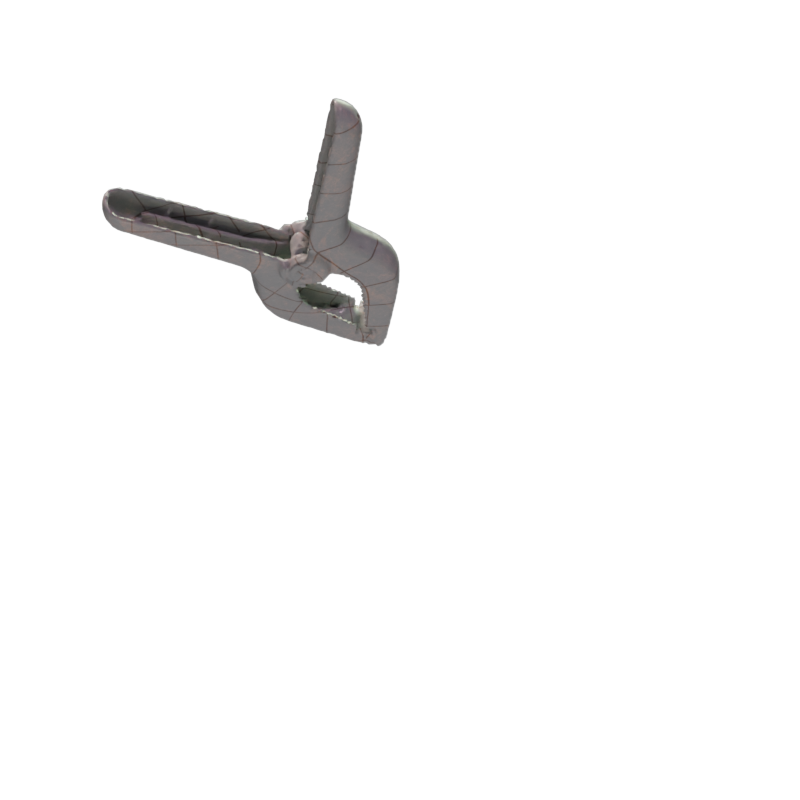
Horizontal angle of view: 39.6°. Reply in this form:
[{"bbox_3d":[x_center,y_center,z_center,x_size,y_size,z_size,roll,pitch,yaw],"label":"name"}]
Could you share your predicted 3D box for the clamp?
[{"bbox_3d":[-0.053,-0.096,0.676,0.166,0.039,0.195,-20,-37,28],"label":"clamp"}]
